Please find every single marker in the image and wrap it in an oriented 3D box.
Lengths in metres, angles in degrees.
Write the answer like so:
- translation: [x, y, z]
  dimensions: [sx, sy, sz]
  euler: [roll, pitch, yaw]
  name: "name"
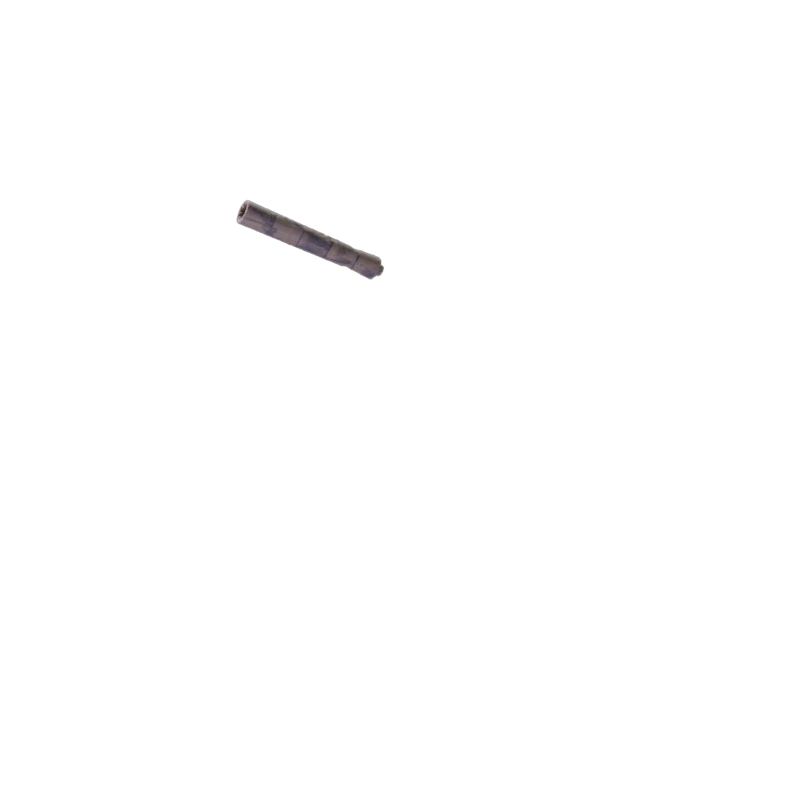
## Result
- translation: [-0.065, -0.118, 0.828]
  dimensions: [0.116, 0.020, 0.020]
  euler: [21, -5, -22]
  name: "marker"
